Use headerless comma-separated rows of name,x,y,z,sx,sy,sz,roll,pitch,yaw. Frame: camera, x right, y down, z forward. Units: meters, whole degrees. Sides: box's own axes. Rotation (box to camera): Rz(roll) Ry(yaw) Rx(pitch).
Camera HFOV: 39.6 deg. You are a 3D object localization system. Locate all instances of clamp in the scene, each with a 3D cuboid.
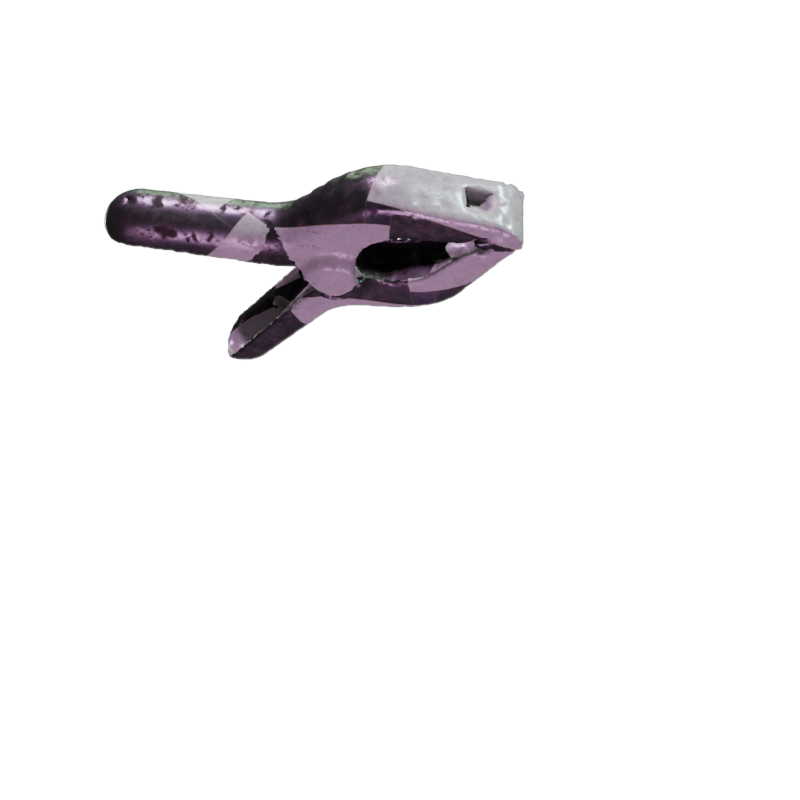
clamp,-0.037,-0.067,0.469,0.173,0.042,0.111,-16,-30,29
